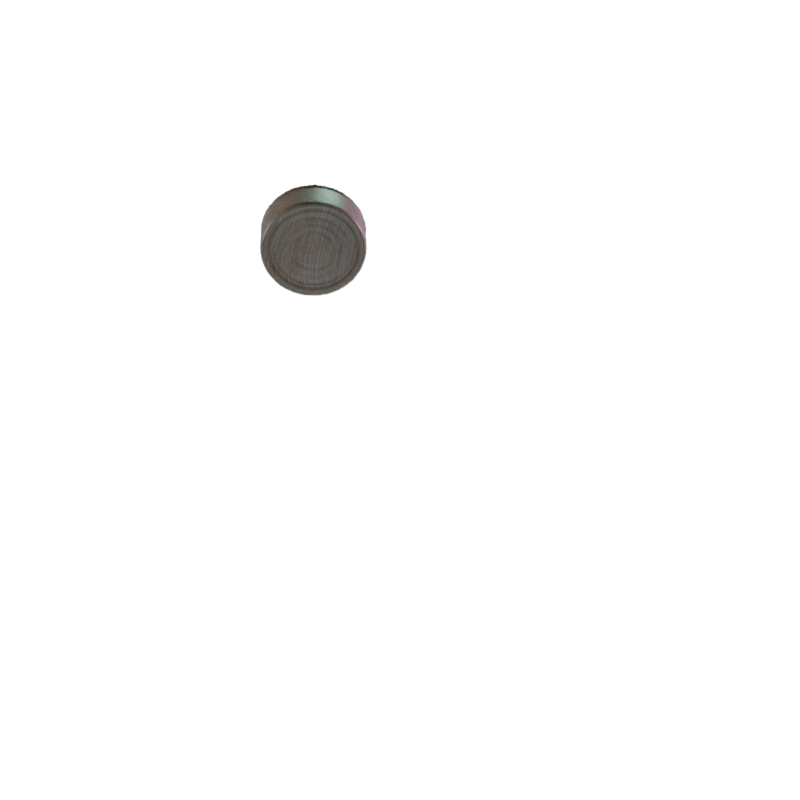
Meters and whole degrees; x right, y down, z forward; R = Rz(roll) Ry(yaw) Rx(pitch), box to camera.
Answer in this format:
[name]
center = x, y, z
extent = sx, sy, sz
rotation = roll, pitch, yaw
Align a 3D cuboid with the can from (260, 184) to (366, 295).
[can]
center = -0.070, -0.127, 0.888
extent = 0.086, 0.081, 0.036
rotation = 1, 31, -1
